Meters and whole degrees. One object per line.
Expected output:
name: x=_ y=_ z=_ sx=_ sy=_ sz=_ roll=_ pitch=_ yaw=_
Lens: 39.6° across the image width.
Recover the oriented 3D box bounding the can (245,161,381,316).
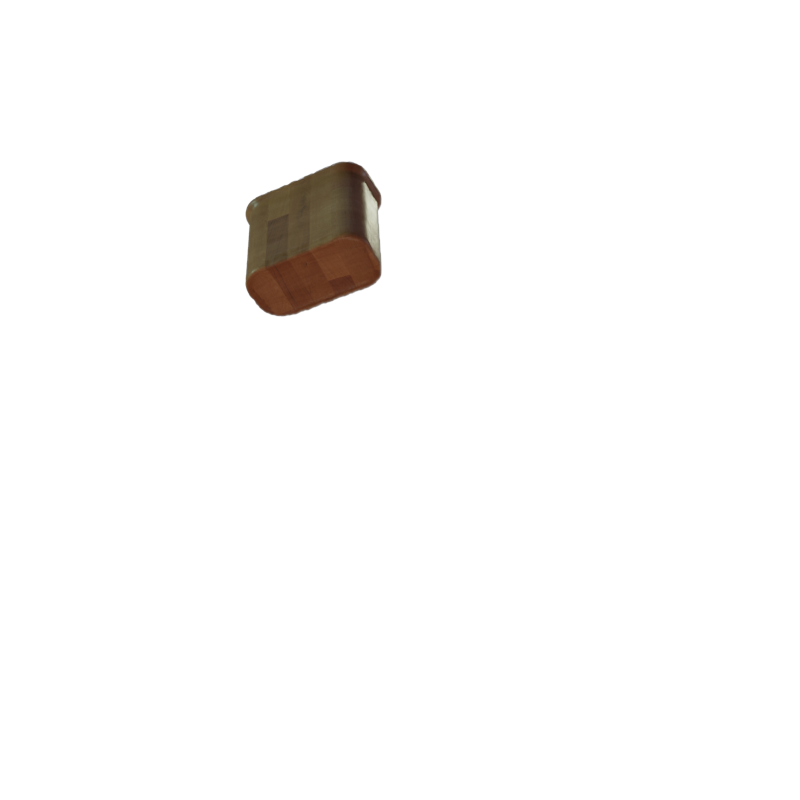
can: x=-0.063 y=-0.116 z=0.809 sx=0.102 sy=0.090 sz=0.053 roll=-20 pitch=-48 yaw=17
